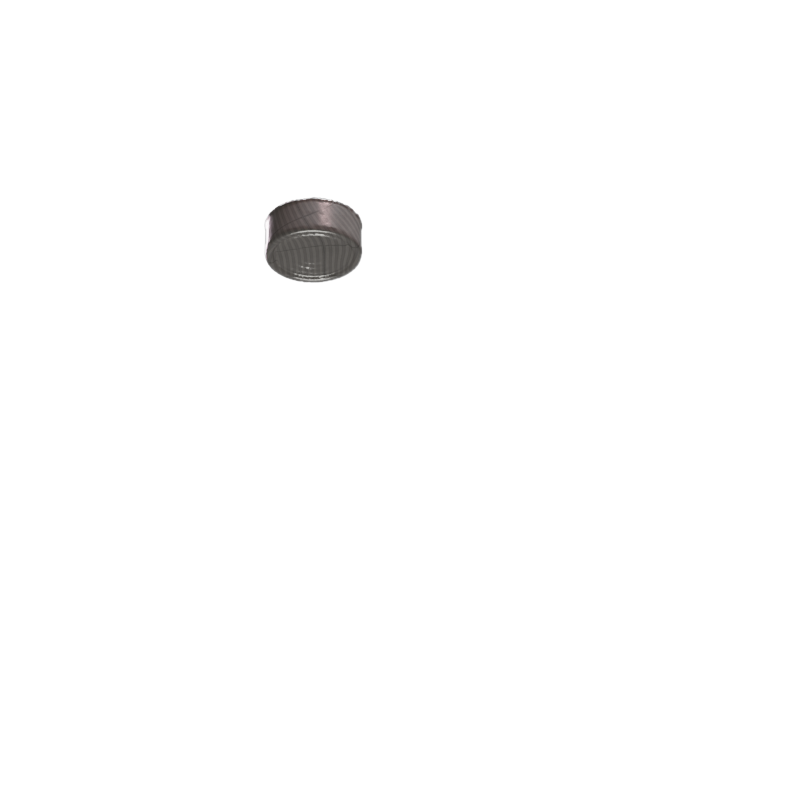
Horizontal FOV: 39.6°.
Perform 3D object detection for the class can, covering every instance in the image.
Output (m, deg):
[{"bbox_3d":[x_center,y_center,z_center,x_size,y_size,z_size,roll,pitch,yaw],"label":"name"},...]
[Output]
[{"bbox_3d":[-0.075,-0.138,0.963,0.086,0.036,0.081,1,-29,-2],"label":"can"}]
